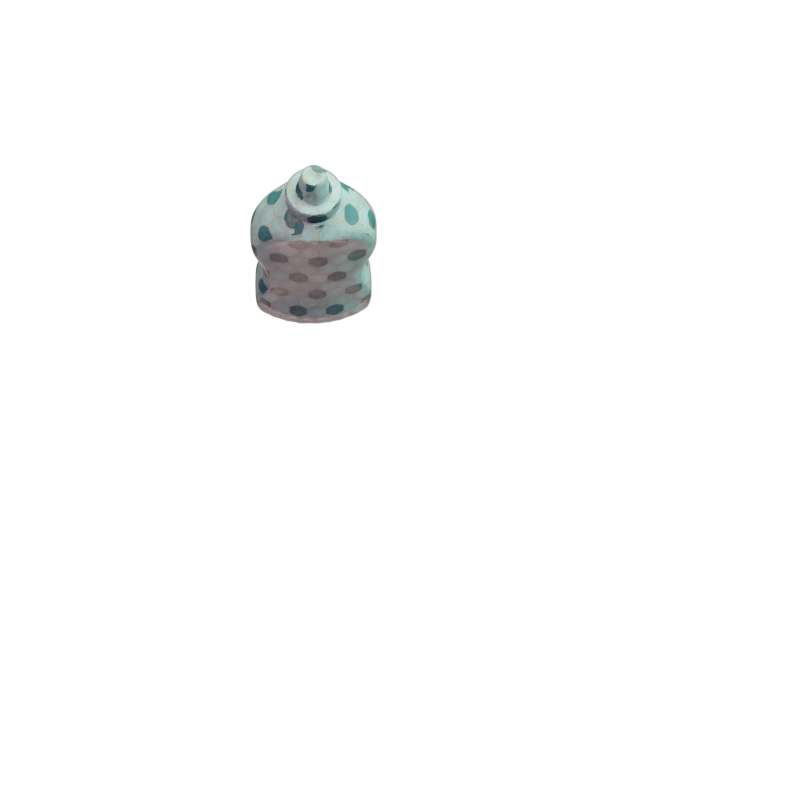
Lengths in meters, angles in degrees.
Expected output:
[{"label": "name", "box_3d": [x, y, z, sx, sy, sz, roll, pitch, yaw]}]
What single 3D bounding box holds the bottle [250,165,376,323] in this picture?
[{"label": "bottle", "box_3d": [-0.067, -0.122, 0.855, 0.096, 0.062, 0.182, 1, -22, -3]}]
